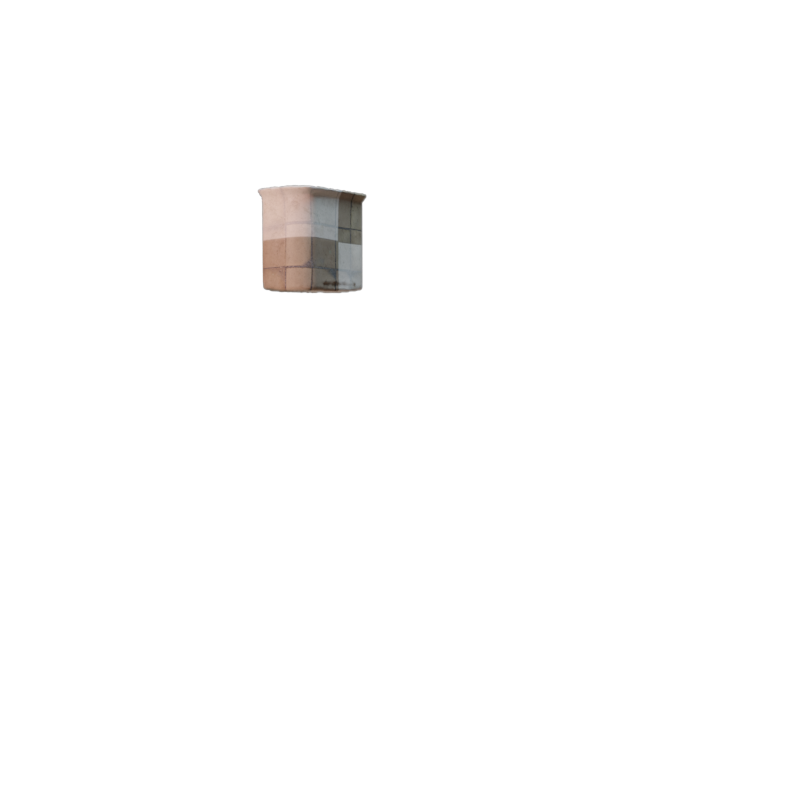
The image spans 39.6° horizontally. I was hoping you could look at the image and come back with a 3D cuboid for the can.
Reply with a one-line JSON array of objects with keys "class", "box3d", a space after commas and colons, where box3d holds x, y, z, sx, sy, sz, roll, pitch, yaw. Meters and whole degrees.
[{"class": "can", "box3d": [-0.072, -0.131, 0.921, 0.059, 0.084, 0.098, -1, 0, 32]}]
